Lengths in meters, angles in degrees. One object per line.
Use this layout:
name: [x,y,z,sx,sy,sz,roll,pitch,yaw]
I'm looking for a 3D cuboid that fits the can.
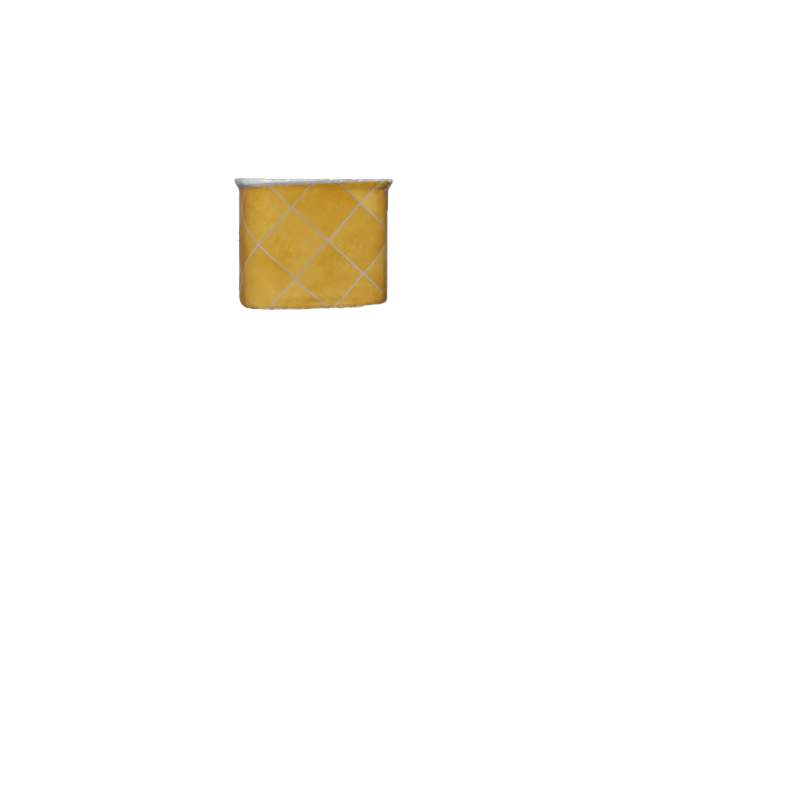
can: [-0.057,-0.104,0.732,0.100,0.083,0.059,-2,6,-14]
